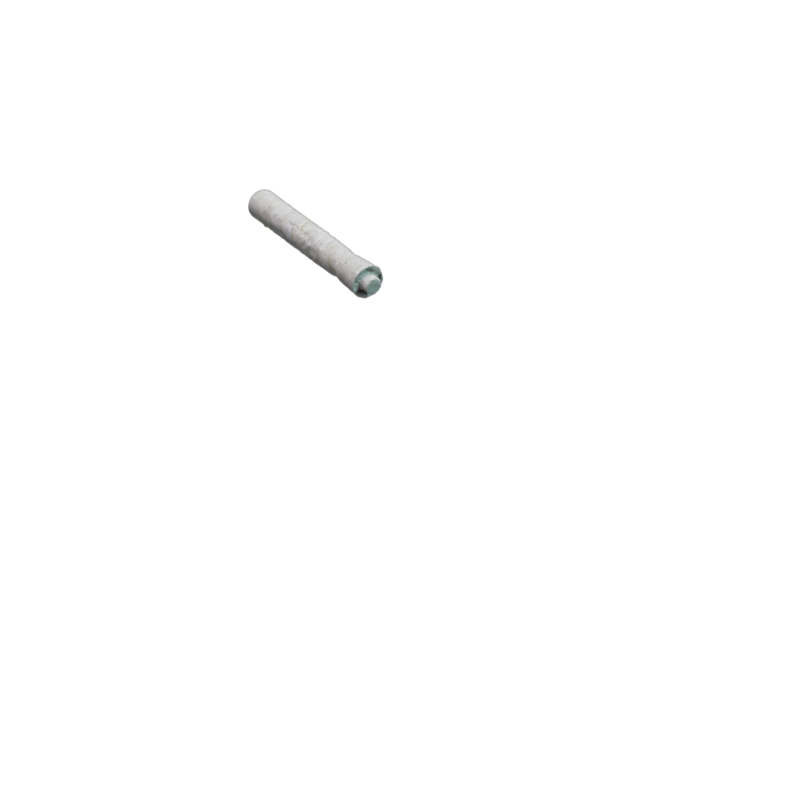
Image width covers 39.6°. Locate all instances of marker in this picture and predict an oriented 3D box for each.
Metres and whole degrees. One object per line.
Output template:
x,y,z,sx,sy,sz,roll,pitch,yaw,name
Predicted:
-0.048,-0.087,0.611,0.019,0.019,0.130,-3,28,-35,marker
